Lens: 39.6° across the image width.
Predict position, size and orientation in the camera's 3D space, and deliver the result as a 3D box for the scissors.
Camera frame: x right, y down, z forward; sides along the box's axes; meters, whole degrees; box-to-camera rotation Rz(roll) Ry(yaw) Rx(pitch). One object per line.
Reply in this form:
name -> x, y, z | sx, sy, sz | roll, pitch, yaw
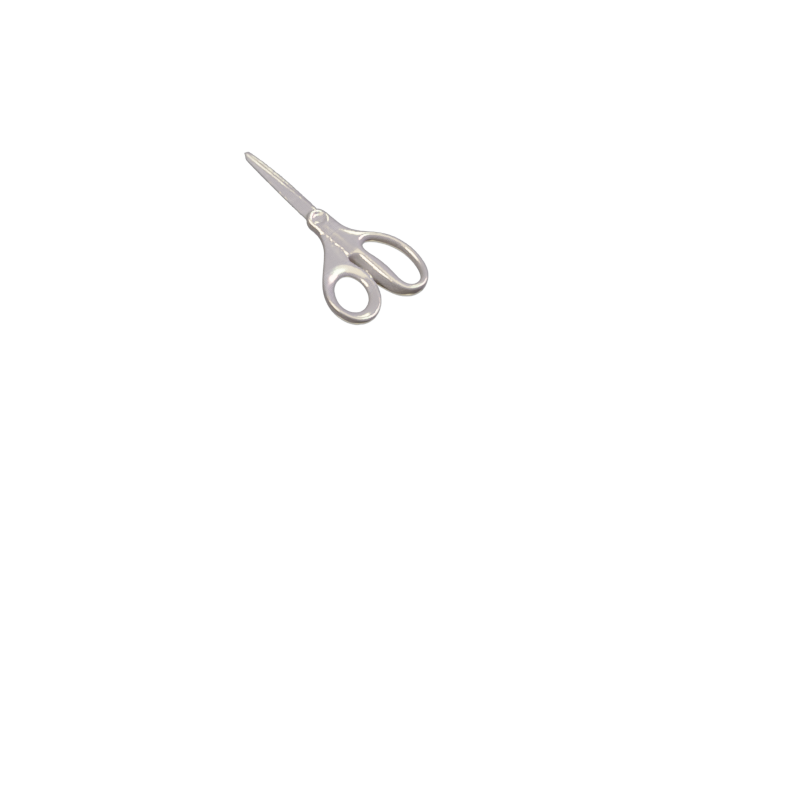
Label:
scissors -> -0.073, -0.134, 0.936 | 0.209, 0.099, 0.015 | 29, -25, 15
